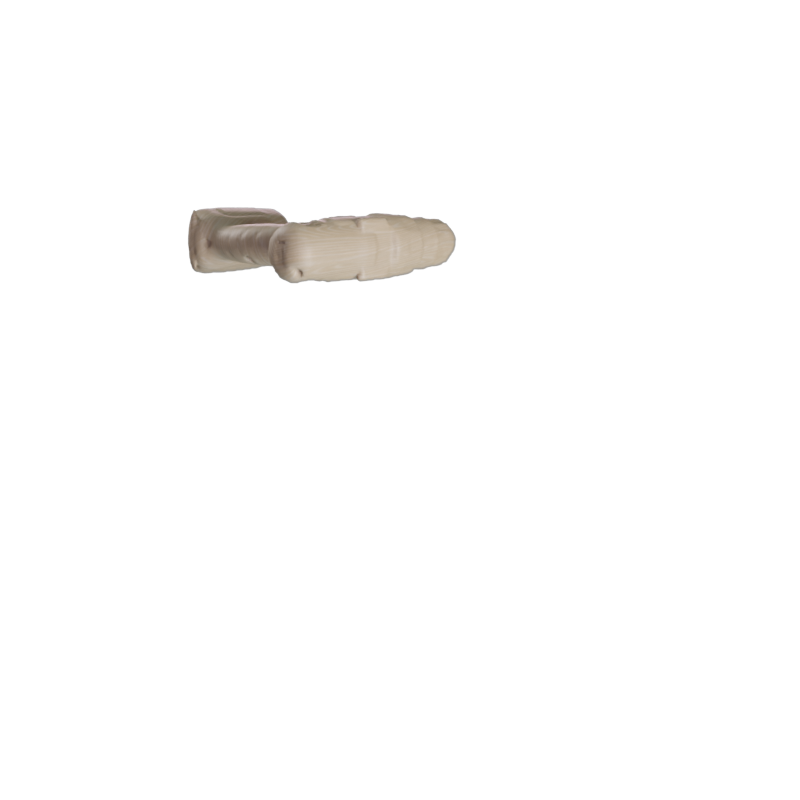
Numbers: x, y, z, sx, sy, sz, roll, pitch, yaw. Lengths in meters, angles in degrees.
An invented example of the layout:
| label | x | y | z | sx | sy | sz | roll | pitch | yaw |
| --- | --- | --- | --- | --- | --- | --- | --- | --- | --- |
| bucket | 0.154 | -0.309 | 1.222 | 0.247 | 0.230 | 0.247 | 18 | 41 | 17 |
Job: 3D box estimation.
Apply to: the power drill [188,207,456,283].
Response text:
| label | x | y | z | sx | sy | sz | roll | pitch | yaw |
| --- | --- | --- | --- | --- | --- | --- | --- | --- | --- |
| power drill | -0.072 | -0.132 | 0.924 | 0.178 | 0.057 | 0.196 | -8 | 12 | -43 |
